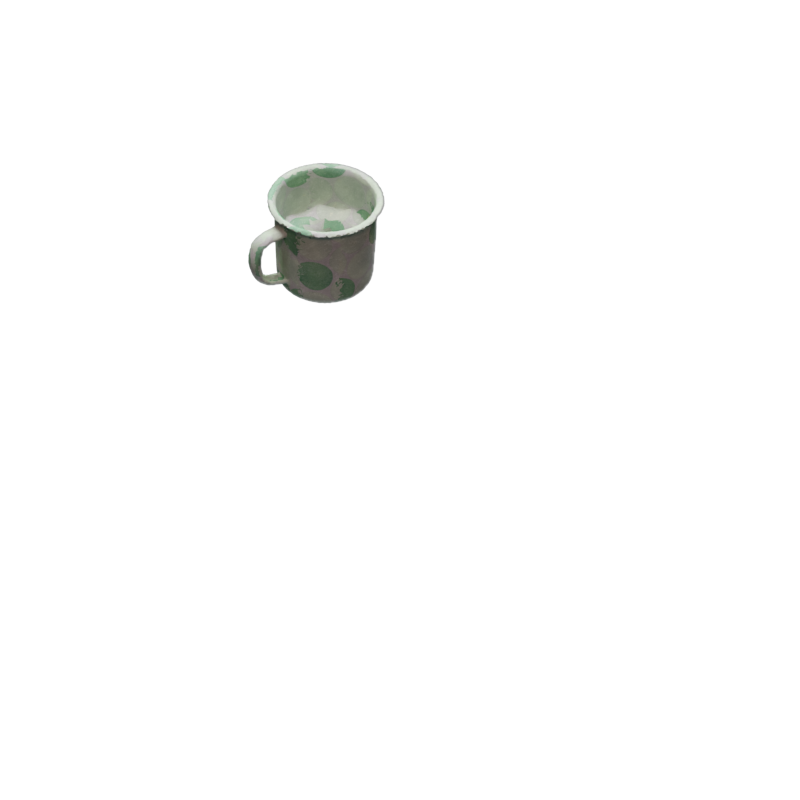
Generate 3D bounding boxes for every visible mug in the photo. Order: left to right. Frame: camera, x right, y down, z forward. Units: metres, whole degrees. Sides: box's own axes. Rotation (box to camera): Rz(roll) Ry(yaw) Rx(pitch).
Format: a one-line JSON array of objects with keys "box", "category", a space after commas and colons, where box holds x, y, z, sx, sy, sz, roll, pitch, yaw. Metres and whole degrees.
[{"box": [-0.070, -0.128, 0.899, 0.117, 0.076, 0.100, -28, 52, -26], "category": "mug"}]
